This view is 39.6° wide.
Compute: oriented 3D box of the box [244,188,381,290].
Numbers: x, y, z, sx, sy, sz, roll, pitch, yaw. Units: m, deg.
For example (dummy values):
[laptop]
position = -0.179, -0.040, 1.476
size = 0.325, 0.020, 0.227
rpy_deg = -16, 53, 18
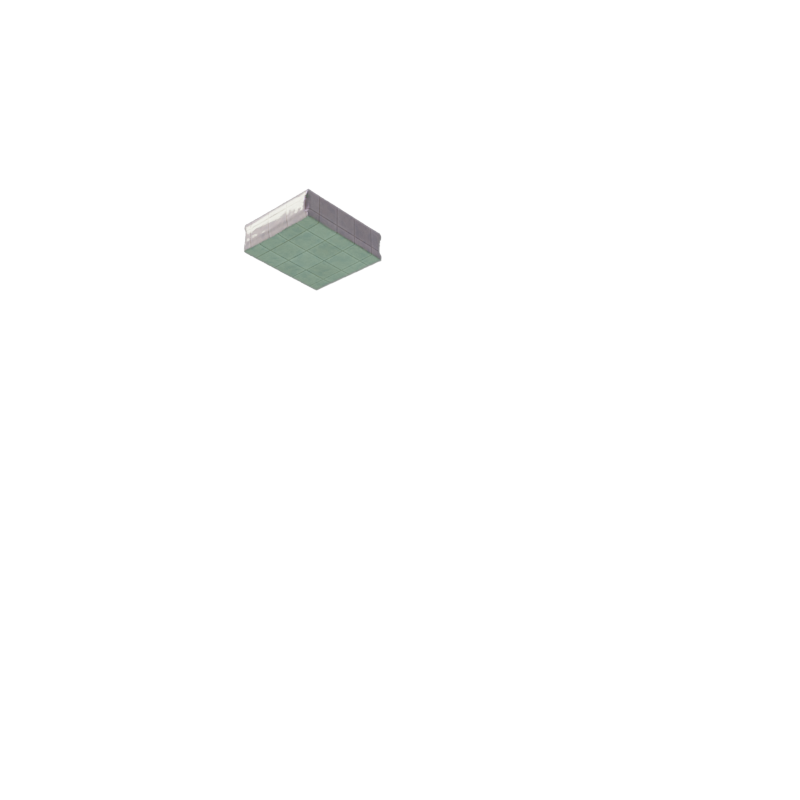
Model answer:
[box]
position = -0.070, -0.128, 0.899
size = 0.073, 0.032, 0.083
rpy_deg = -23, -35, 37
